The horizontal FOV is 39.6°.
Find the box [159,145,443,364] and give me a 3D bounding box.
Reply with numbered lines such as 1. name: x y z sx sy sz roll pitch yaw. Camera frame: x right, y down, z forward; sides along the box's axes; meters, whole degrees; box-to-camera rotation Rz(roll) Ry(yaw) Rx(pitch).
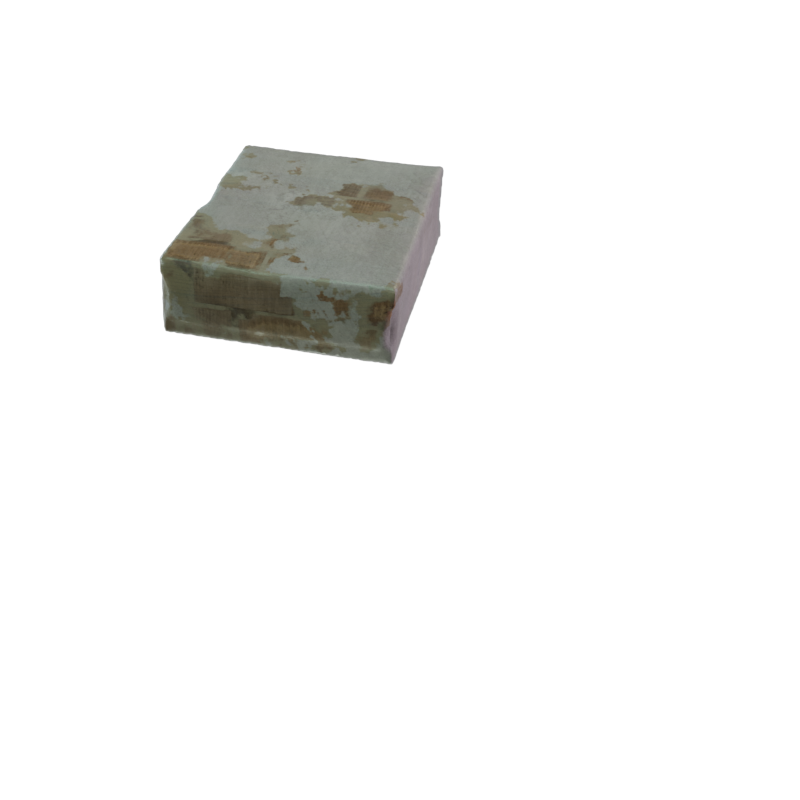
1. box: -0.028 -0.052 0.363 0.074 0.028 0.093 8 36 10
